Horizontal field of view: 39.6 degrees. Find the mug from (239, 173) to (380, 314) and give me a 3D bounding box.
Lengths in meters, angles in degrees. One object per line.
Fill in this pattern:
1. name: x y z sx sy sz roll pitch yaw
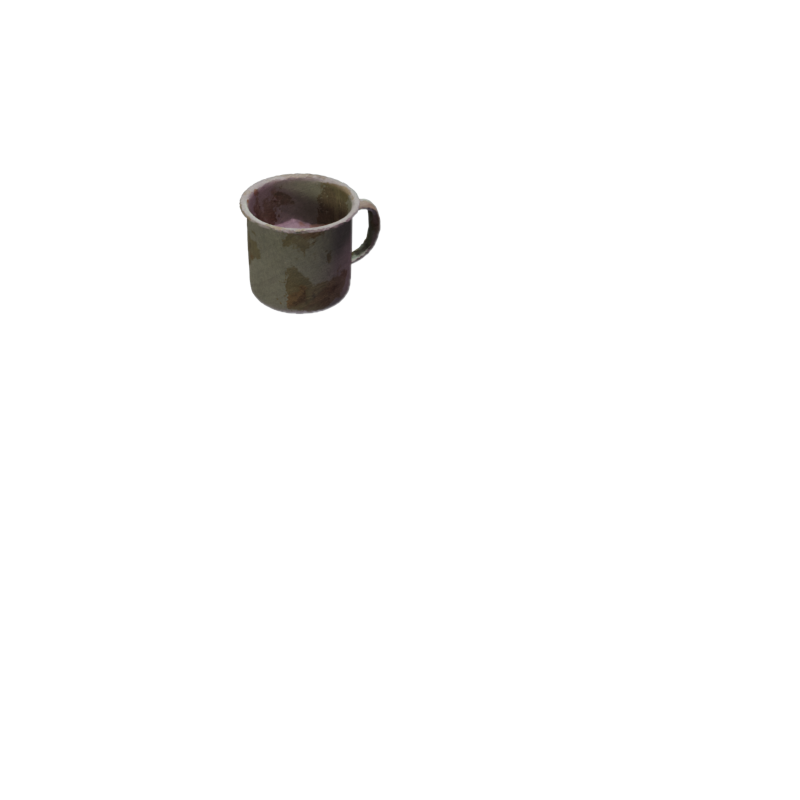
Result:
1. mug: -0.069 -0.125 0.879 0.116 0.076 0.101 -19 40 -25
